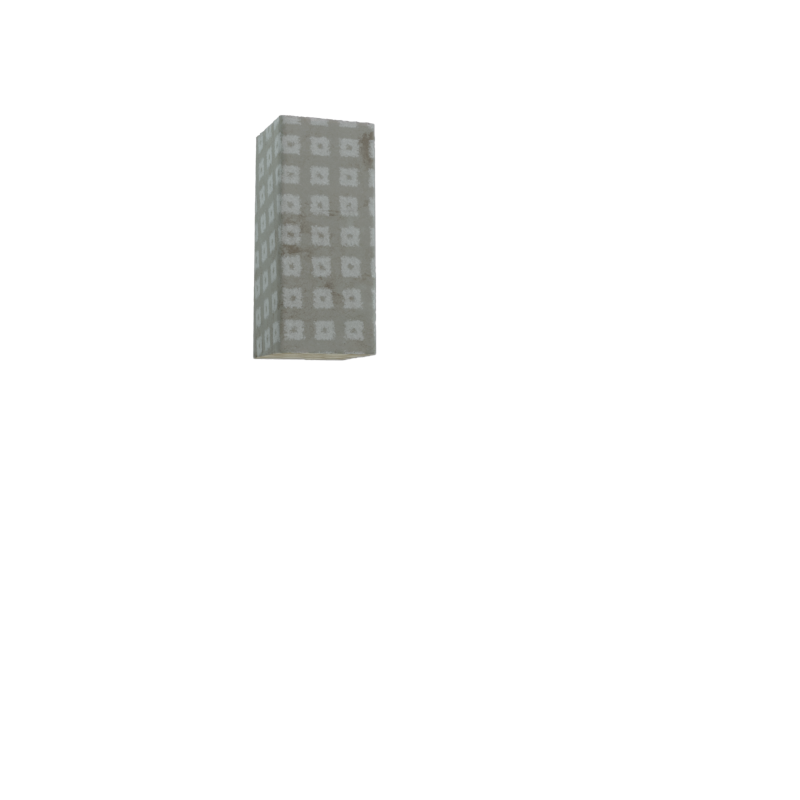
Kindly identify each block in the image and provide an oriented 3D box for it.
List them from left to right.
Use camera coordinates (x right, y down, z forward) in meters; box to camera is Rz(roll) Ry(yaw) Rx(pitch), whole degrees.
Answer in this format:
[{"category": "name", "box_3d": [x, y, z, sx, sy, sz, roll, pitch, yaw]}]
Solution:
[{"category": "block", "box_3d": [-0.078, -0.142, 0.995, 0.088, 0.211, 0.091, 2, -9, -20]}]
